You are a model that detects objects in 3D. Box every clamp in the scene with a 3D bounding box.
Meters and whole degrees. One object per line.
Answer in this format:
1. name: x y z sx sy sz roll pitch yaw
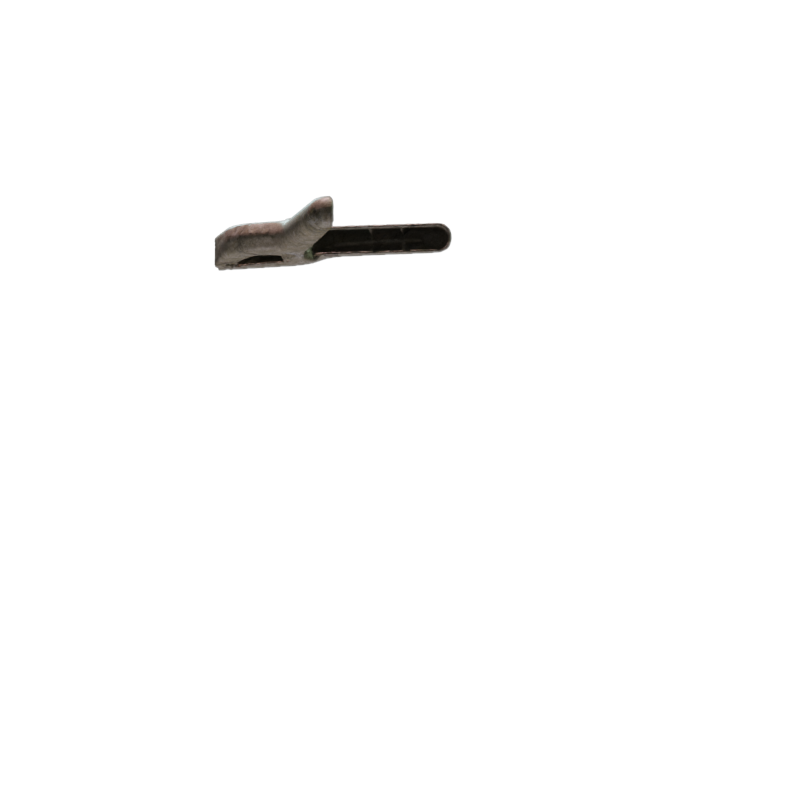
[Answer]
1. clamp: -0.074 -0.134 0.940 0.157 0.037 0.216 3 -5 -44
